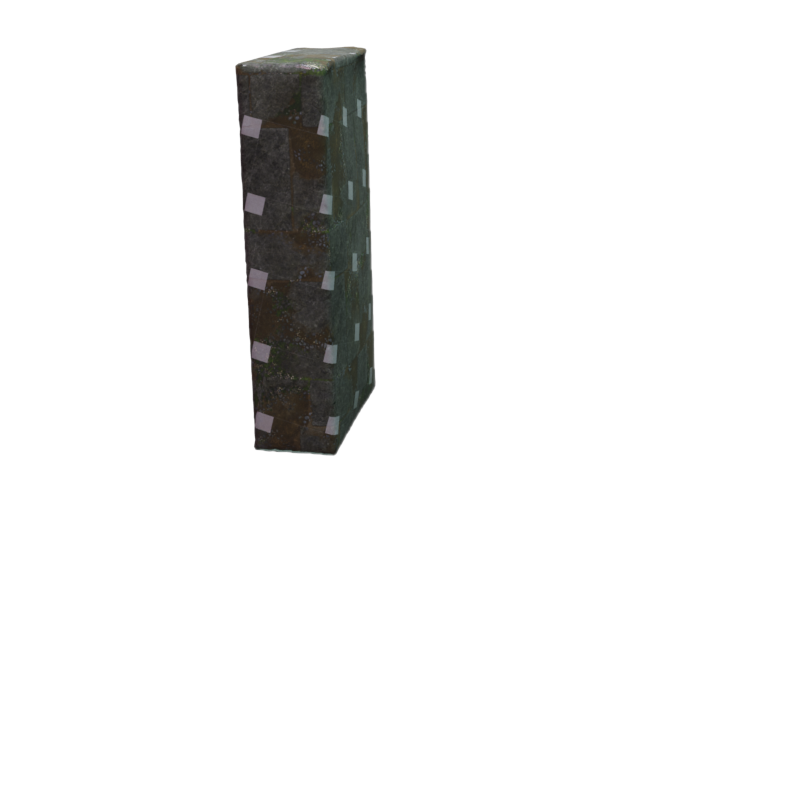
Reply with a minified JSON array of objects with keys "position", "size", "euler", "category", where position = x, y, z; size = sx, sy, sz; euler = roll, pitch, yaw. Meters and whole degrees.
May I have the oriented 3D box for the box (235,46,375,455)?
[{"position":[-0.041,-0.074,0.522],"size":[0.049,0.170,0.095],"euler":[4,17,10],"category":"box"}]
